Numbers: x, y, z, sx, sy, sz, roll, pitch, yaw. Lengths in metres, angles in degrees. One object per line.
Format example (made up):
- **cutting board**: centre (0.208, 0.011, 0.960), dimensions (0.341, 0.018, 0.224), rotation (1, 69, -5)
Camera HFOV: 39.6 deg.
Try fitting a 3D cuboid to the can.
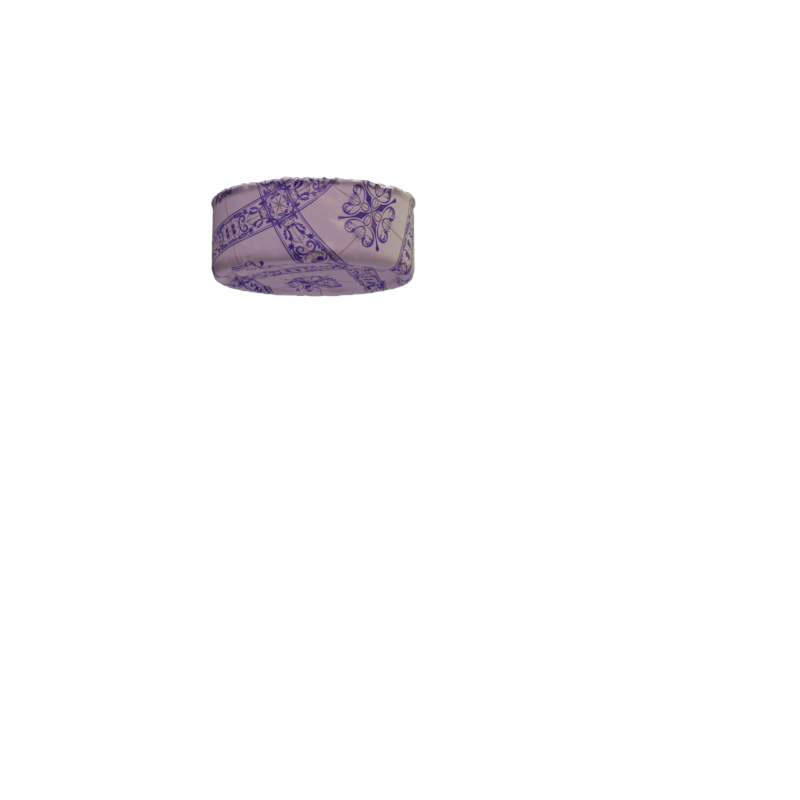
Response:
- **can**: centre (-0.036, -0.066, 0.463), dimensions (0.086, 0.034, 0.084), rotation (0, -5, -2)
